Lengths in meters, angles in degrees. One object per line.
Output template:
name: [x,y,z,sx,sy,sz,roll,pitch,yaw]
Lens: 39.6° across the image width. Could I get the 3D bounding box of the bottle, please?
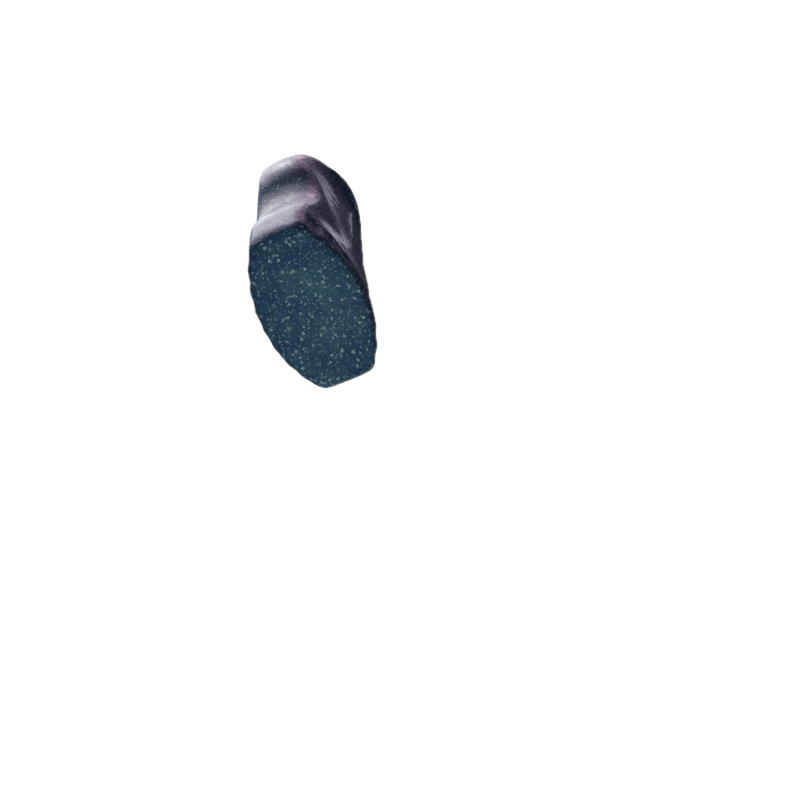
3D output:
bottle: [-0.052,-0.094,0.660,0.058,0.090,0.203,-24,28,9]
